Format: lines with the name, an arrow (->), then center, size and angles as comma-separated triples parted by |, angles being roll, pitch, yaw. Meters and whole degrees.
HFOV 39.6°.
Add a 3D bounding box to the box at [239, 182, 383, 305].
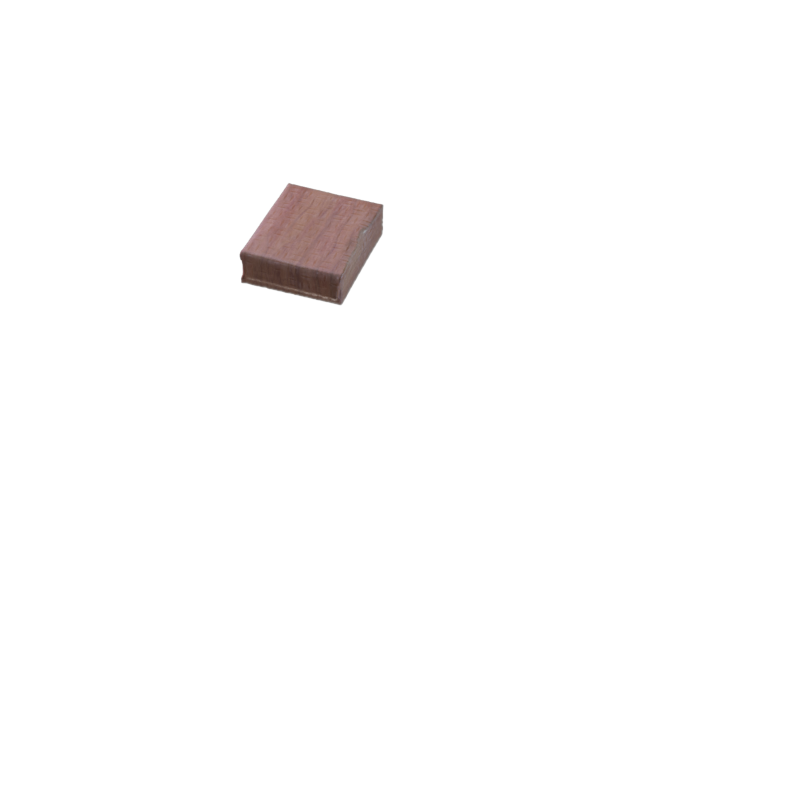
box -> -0.059, -0.108, 0.758 | 0.075, 0.028, 0.093 | 13, 43, 14
